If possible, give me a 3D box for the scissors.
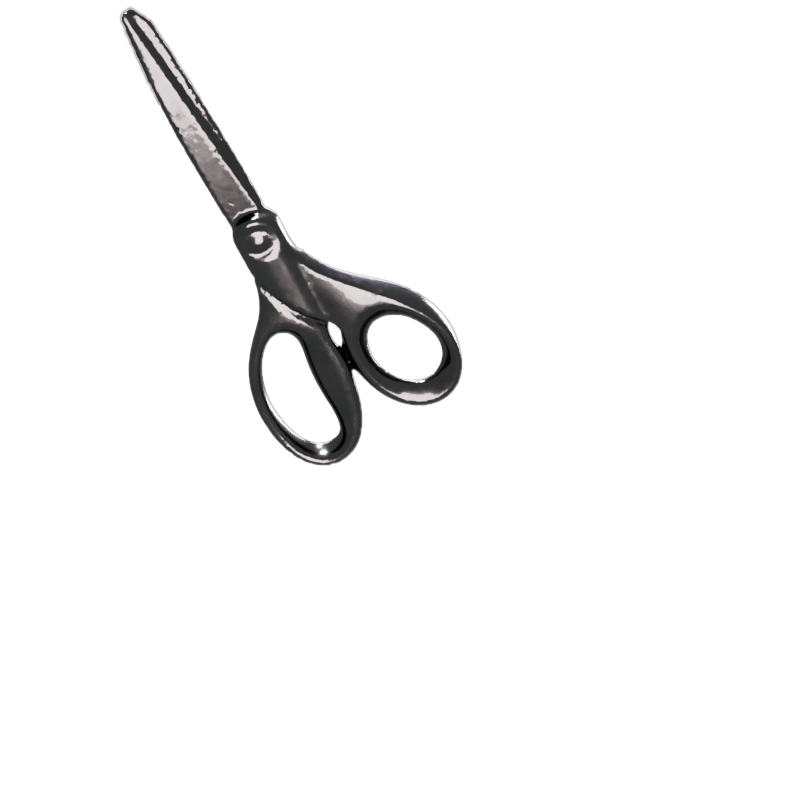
[{"bbox_3d":[-0.033,-0.061,0.425,0.096,0.189,0.017,-9,27,5],"label":"scissors"}]
